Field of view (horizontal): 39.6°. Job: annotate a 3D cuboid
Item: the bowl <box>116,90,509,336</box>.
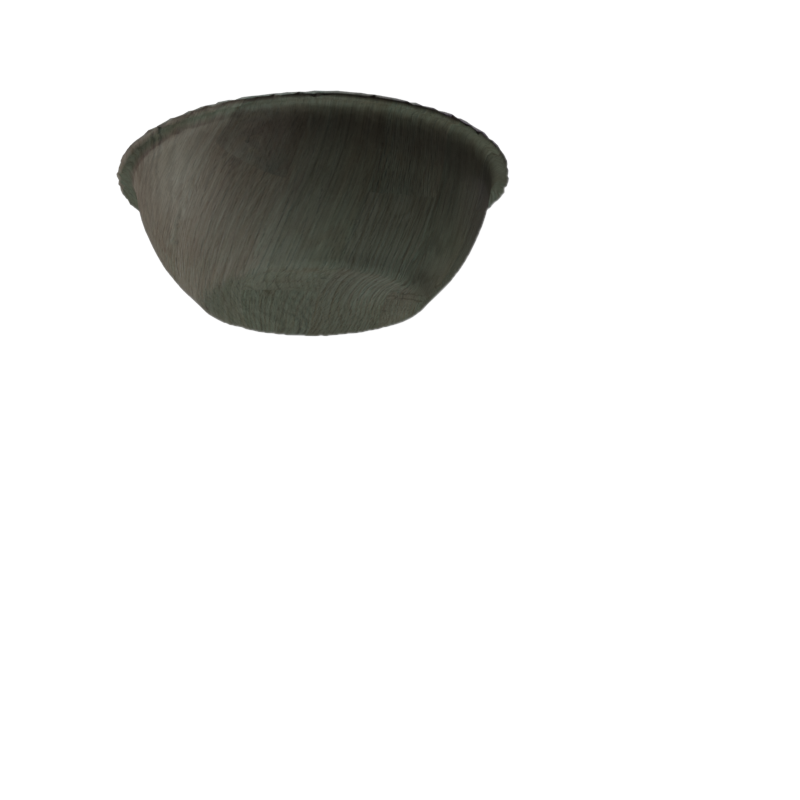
[{"bbox_3d":[-0.036,-0.065,0.455,0.162,0.057,0.156,0,-15,-2],"label":"bowl"}]
